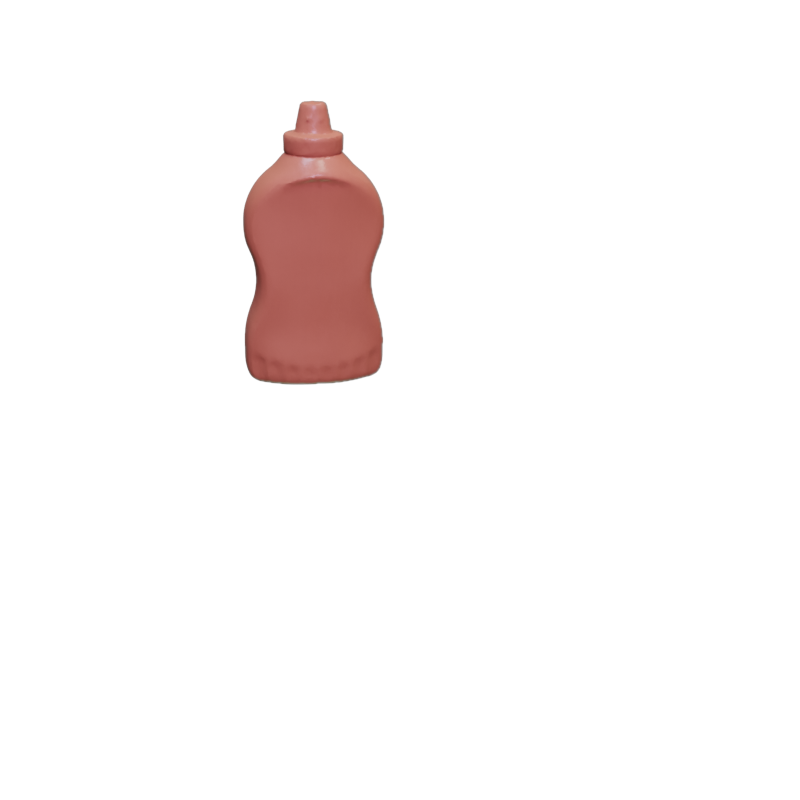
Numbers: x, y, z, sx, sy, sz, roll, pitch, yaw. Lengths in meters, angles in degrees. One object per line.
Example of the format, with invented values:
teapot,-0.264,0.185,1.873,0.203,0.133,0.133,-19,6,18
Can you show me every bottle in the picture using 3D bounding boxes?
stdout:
bottle,-0.060,-0.109,0.762,0.095,0.184,0.061,-1,17,-7
